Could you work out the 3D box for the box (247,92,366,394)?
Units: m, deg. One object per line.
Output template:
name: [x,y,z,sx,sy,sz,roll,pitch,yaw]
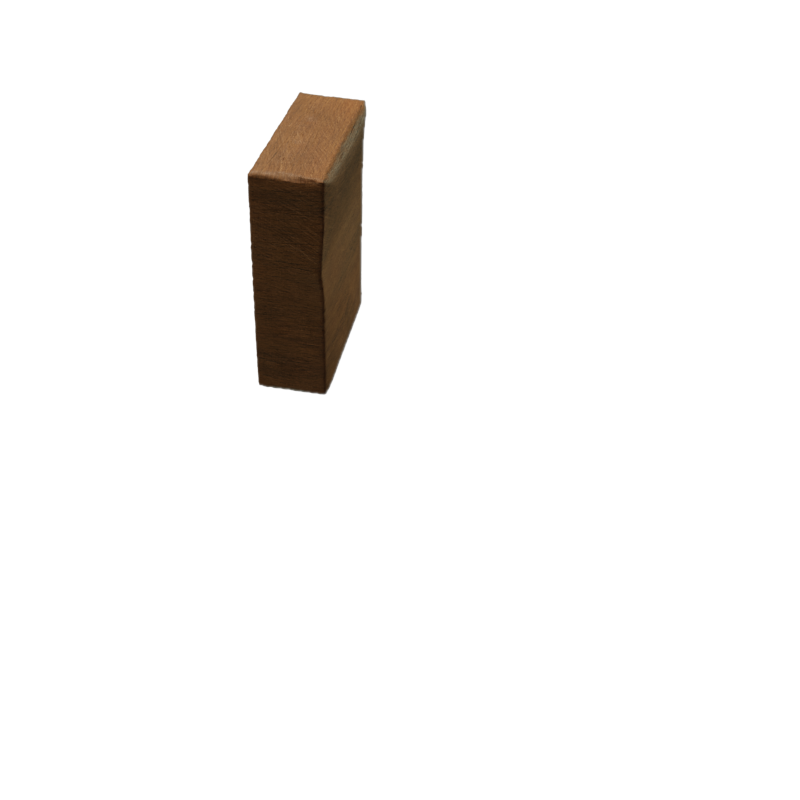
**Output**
box: [-0.077,-0.140,0.979,0.073,0.200,0.173,7,36,7]
